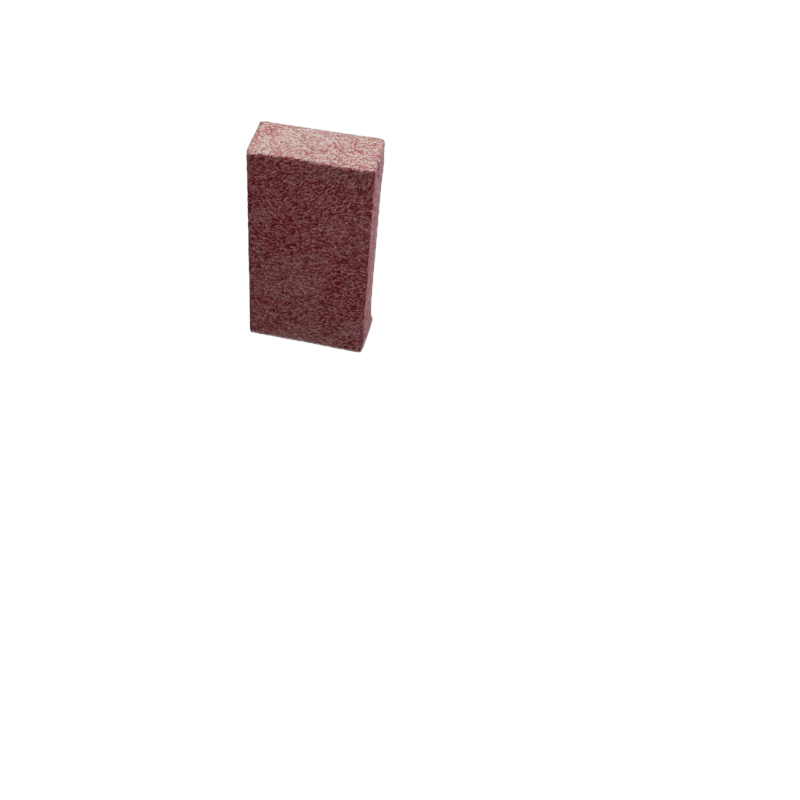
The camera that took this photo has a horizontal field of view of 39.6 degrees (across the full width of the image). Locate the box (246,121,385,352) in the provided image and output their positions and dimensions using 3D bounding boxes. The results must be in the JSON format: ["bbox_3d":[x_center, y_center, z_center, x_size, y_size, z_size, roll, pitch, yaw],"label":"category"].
[{"bbox_3d":[-0.064,-0.116,0.816,0.095,0.051,0.164,11,-43,7],"label":"box"}]
